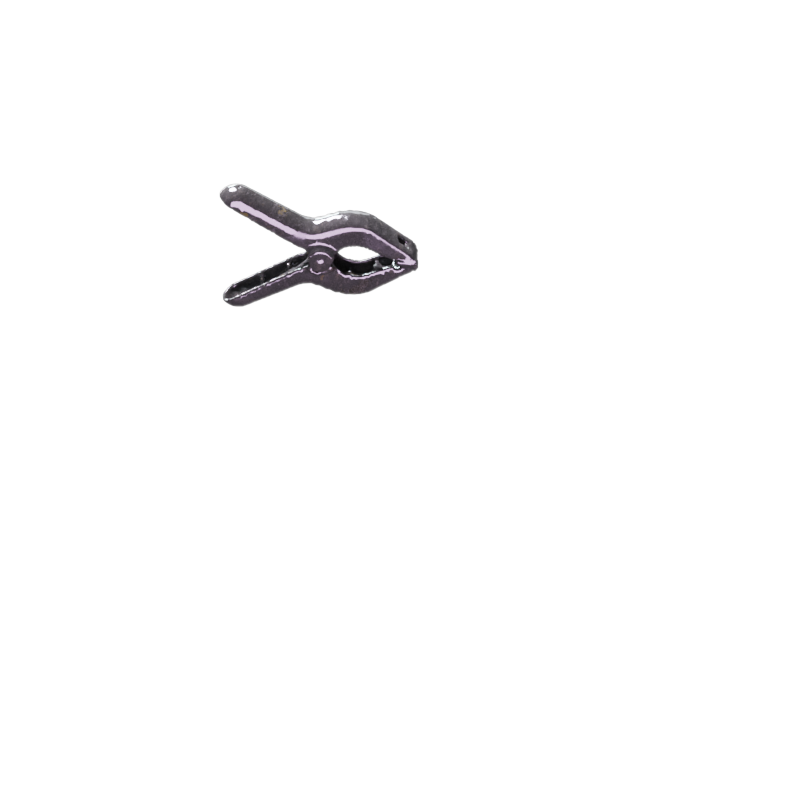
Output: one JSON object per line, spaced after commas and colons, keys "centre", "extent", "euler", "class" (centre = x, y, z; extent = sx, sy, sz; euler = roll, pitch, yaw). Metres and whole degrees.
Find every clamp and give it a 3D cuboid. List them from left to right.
{"centre": [-0.072, -0.132, 0.923], "extent": [0.172, 0.042, 0.111], "euler": [-4, -45, 4], "class": "clamp"}
